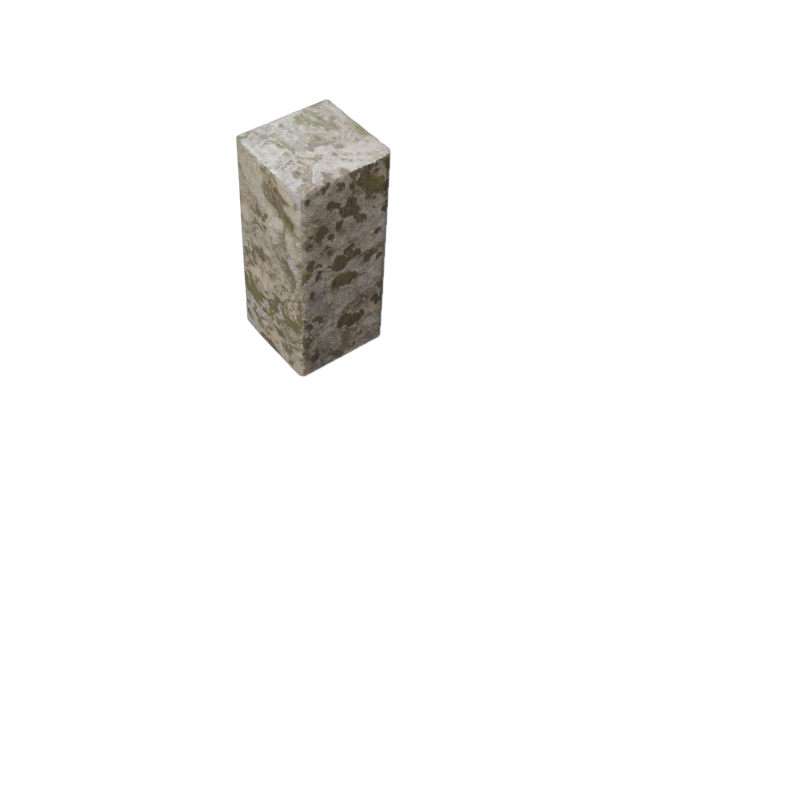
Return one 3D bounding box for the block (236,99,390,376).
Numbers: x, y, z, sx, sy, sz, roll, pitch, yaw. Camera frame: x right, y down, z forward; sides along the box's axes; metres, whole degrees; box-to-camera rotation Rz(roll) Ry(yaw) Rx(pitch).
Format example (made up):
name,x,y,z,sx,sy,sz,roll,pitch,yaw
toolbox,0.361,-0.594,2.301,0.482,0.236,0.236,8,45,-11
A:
name,x,y,z,sx,sy,sz,roll,pitch,yaw
block,-0.072,-0.131,0.921,0.090,0.192,0.097,-27,54,-26
